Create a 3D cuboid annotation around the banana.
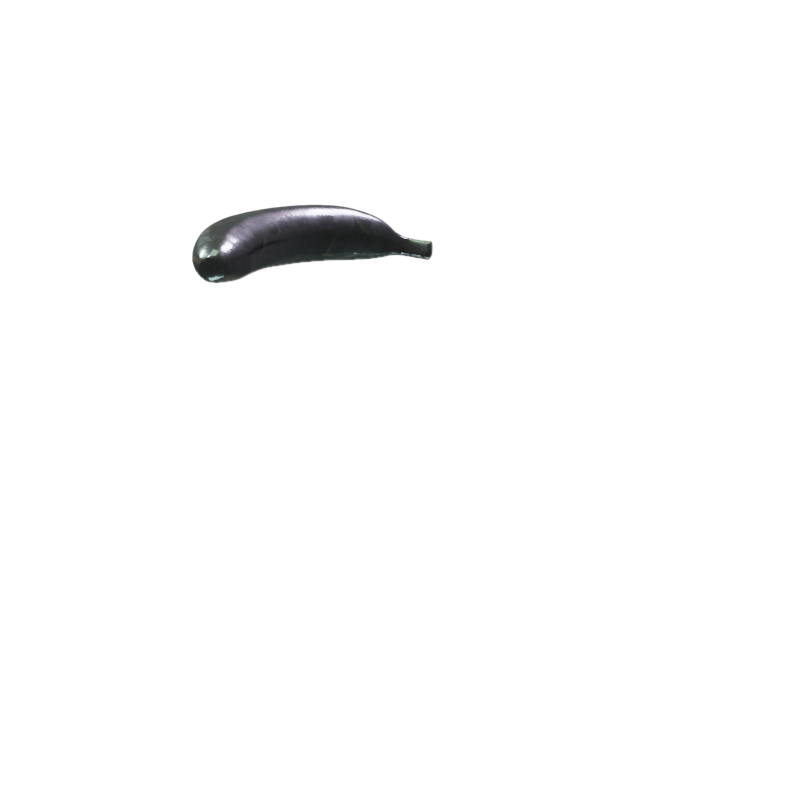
[{"bbox_3d":[-0.063,-0.095,0.657,0.073,0.036,0.193,10,17,38],"label":"banana"}]
